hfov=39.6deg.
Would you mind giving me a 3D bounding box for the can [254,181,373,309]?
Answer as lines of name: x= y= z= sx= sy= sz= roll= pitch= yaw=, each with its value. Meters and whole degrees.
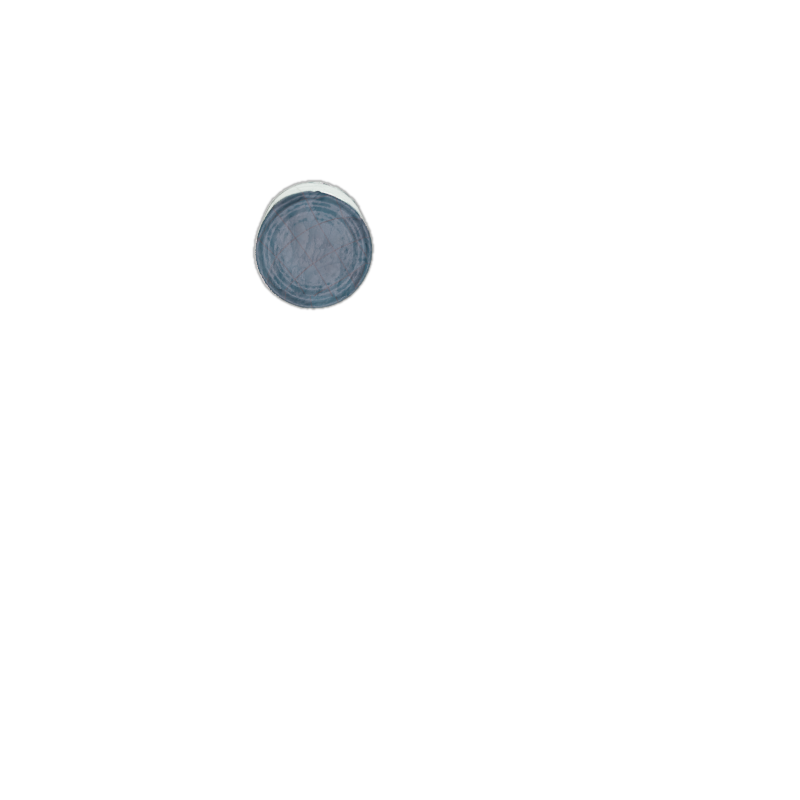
can: x=-0.052 y=-0.094 z=0.661 sx=0.068 sy=0.067 sz=0.105 roll=0 pitch=11 yaw=-3
